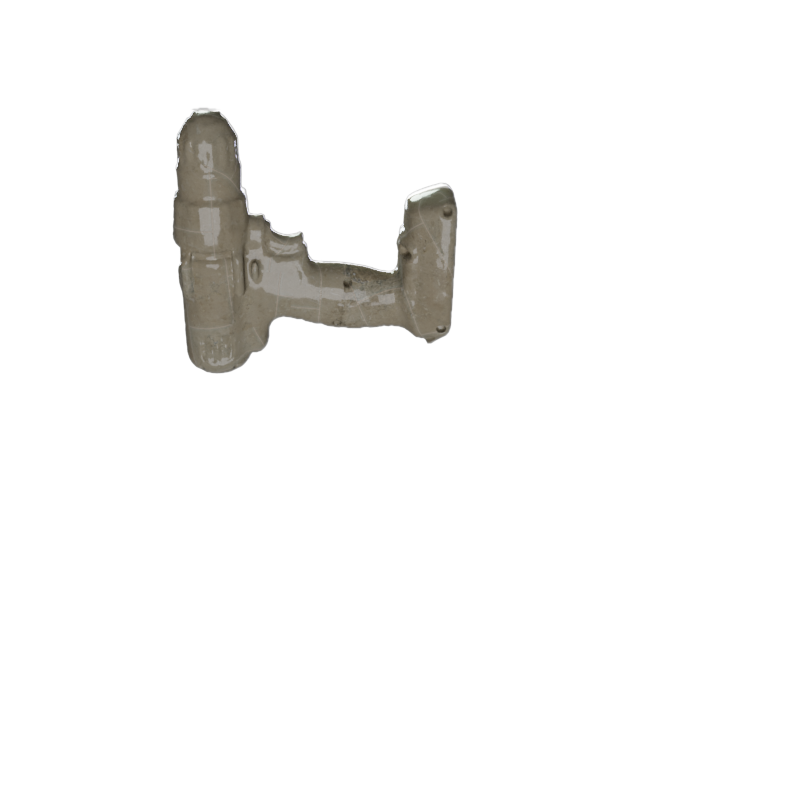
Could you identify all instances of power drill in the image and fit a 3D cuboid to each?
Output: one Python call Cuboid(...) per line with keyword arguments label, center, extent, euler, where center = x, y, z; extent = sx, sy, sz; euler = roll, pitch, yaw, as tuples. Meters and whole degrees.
Cuboid(label="power drill", center=(-0.058, -0.107, 0.746), extent=(0.187, 0.175, 0.061), euler=(0, 26, 0))
